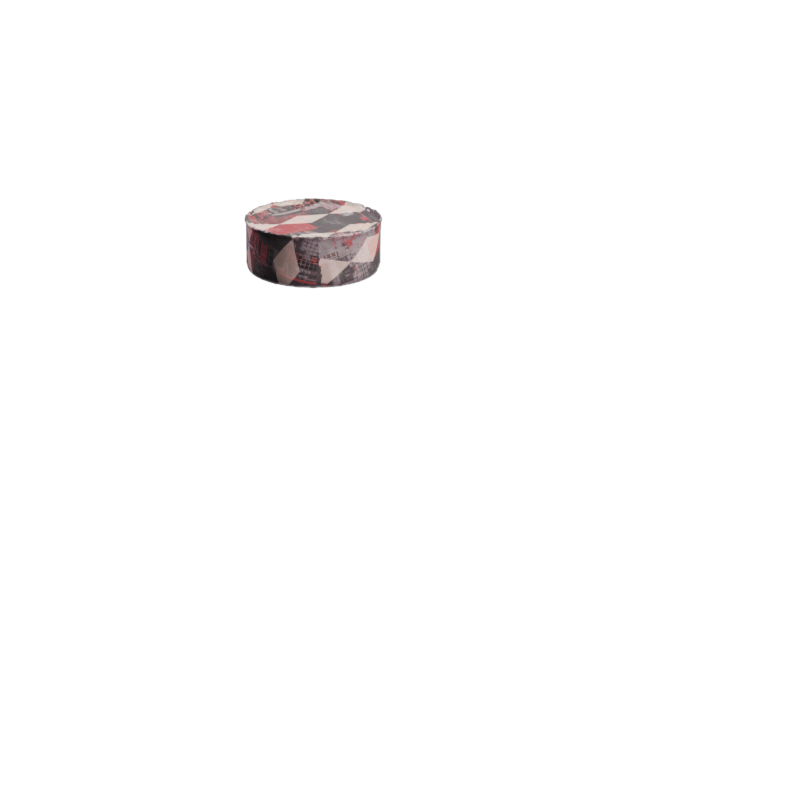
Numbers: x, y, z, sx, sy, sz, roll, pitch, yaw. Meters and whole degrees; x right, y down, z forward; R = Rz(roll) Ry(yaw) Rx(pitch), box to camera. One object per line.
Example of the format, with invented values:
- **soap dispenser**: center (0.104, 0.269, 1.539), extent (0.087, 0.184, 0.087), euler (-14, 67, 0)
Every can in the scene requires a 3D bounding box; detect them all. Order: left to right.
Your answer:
- **can**: center (-0.054, -0.099, 0.696), extent (0.086, 0.032, 0.090), euler (-1, 24, -2)
